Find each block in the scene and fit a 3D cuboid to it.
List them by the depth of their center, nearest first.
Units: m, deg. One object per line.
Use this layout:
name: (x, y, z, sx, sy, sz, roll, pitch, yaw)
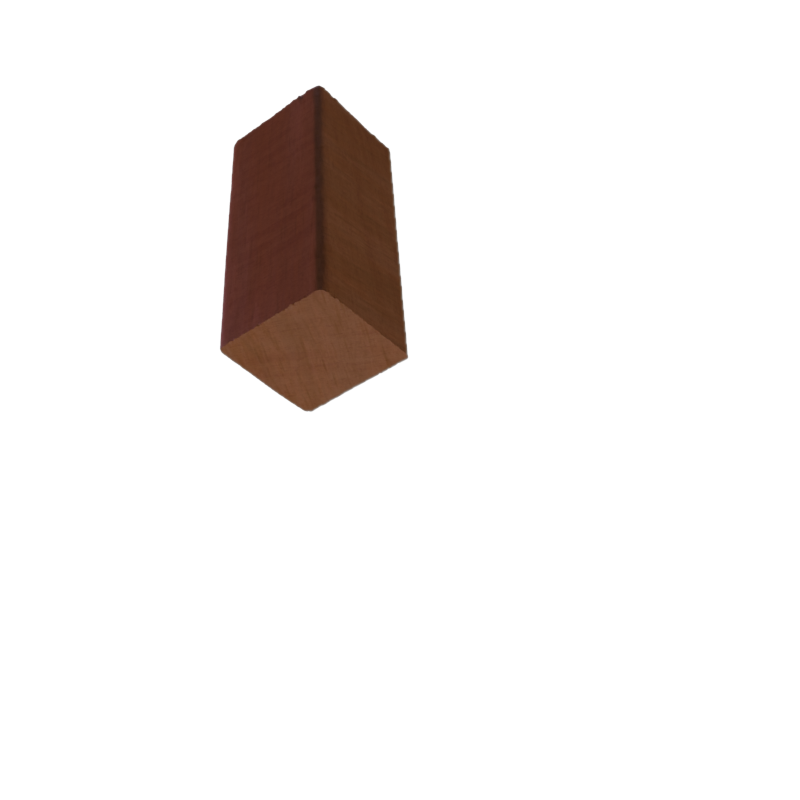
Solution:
block: (-0.062, -0.111, 0.779, 0.090, 0.221, 0.084, -30, -48, 27)
